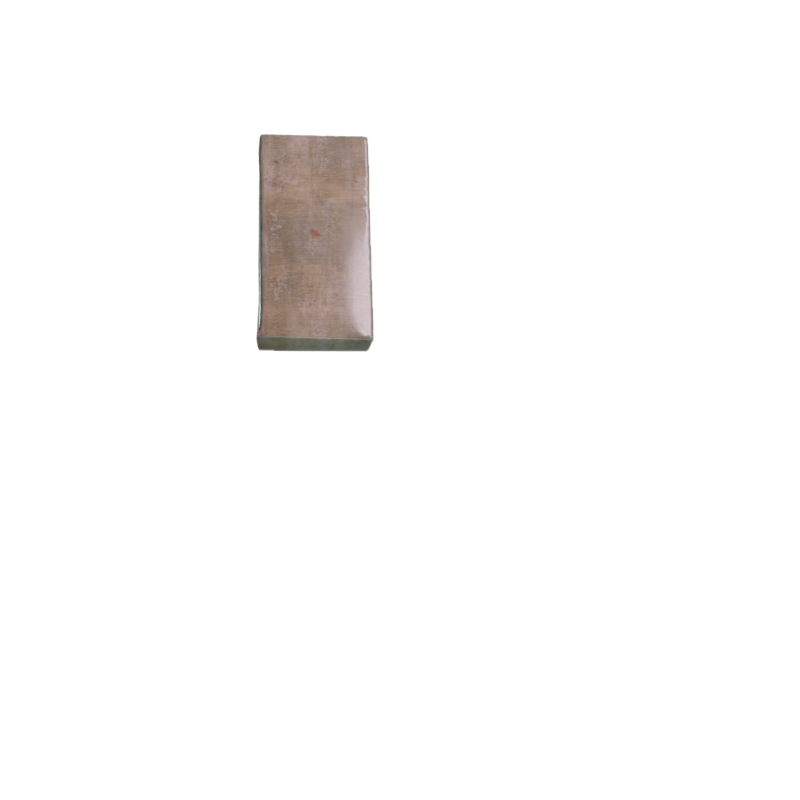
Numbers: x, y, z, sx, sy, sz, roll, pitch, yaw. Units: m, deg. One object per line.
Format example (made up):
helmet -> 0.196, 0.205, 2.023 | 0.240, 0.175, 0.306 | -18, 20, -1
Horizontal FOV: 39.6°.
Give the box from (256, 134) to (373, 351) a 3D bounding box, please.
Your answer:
box -> -0.071, -0.130, 0.911 | 0.093, 0.185, 0.046 | 0, -20, -5
